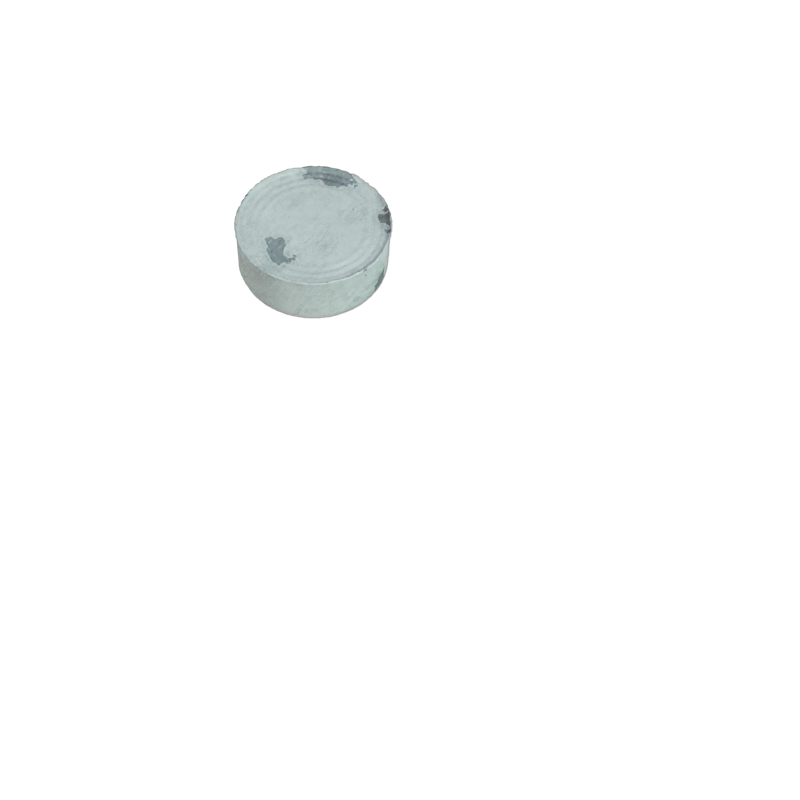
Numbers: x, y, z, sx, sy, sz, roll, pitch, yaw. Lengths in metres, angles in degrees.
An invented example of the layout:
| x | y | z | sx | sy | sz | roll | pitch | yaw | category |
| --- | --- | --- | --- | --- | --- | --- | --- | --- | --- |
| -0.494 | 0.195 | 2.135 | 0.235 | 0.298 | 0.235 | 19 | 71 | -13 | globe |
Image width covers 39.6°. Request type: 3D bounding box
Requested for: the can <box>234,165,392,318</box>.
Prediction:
| x | y | z | sx | sy | sz | roll | pitch | yaw | category |
| --- | --- | --- | --- | --- | --- | --- | --- | --- | --- |
| -0.048 | -0.087 | 0.612 | 0.086 | 0.092 | 0.031 | -1 | -37 | -1 | can |
